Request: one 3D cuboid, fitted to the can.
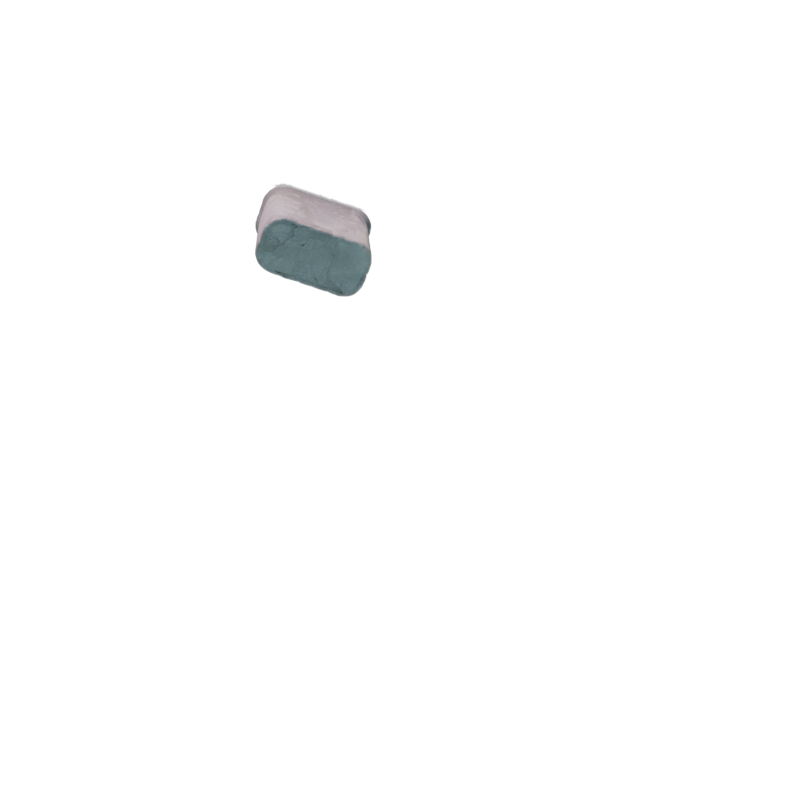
[{"bbox_3d":[-0.076,-0.138,0.964,0.100,0.055,0.088,17,23,-9],"label":"can"}]
